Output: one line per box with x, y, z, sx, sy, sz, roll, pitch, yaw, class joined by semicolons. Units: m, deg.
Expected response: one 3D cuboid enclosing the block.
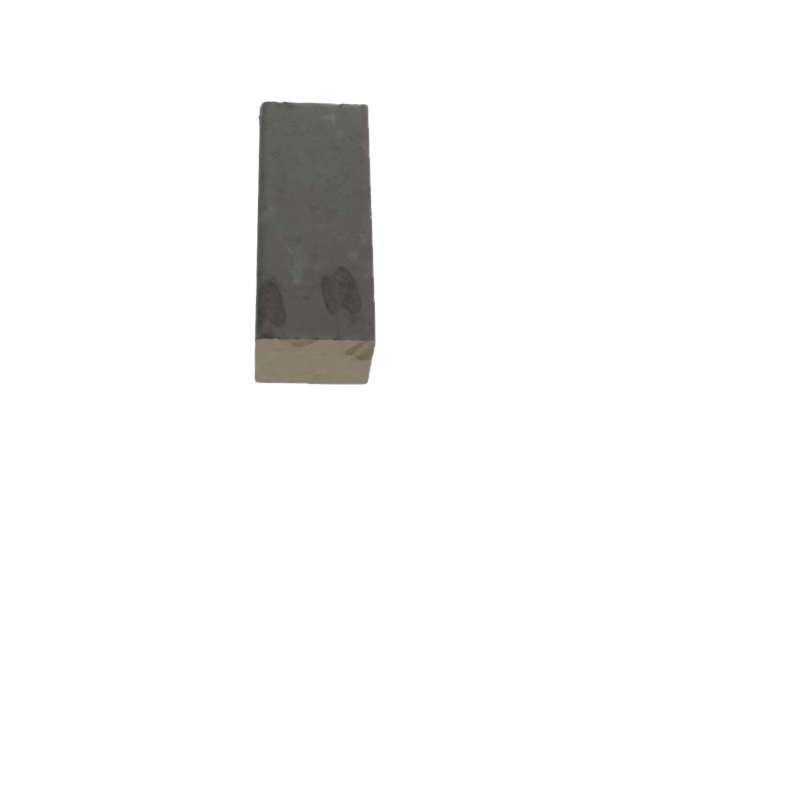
-0.069;-0.125;0.876;0.090;0.218;0.086;0;-26;-5;block
